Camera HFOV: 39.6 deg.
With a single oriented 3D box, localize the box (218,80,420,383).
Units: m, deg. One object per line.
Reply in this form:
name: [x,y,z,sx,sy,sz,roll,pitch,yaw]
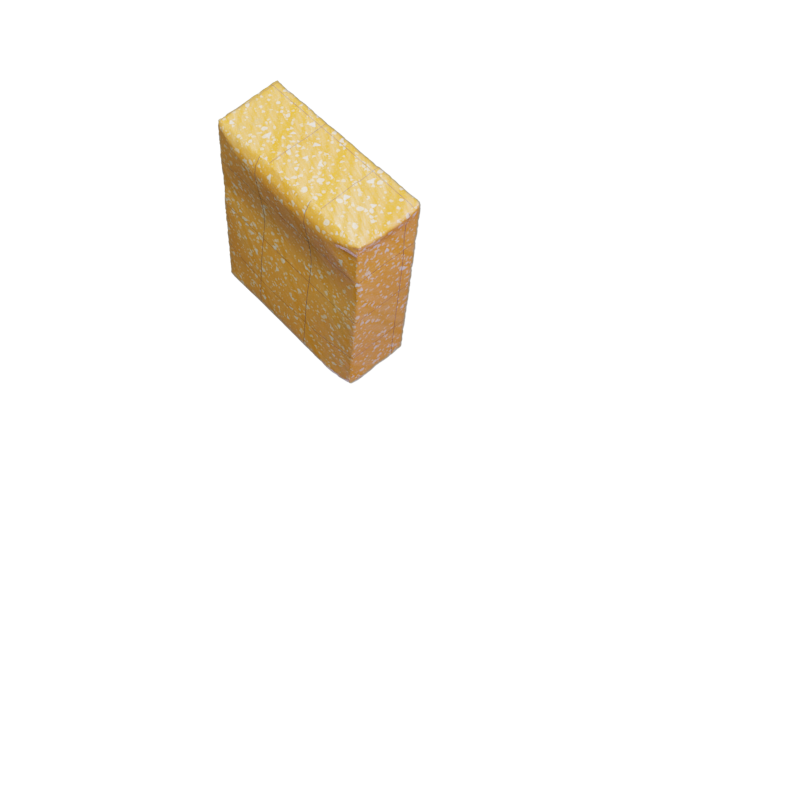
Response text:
box: [-0.071,-0.130,0.909,0.072,0.173,0.201,-37,-22,-21]
